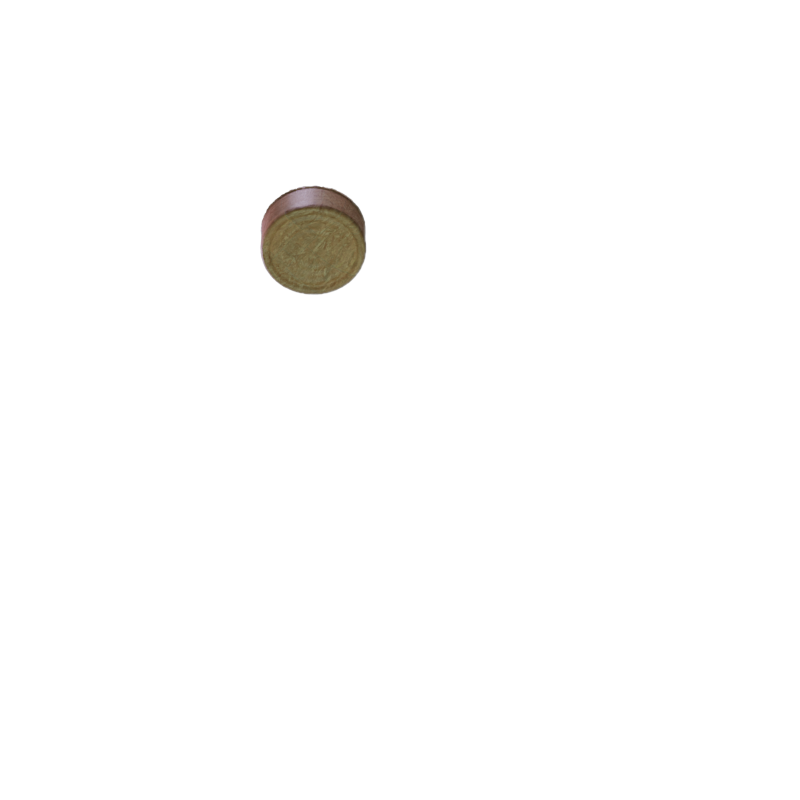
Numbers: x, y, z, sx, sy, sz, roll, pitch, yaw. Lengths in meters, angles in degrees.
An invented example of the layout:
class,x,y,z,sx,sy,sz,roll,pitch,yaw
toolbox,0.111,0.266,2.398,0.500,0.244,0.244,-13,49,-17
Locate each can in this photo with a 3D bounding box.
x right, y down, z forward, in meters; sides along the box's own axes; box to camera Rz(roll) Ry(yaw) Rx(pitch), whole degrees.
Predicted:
class,x,y,z,sx,sy,sz,roll,pitch,yaw
can,-0.070,-0.127,0.892,0.086,0.080,0.036,1,36,-1
